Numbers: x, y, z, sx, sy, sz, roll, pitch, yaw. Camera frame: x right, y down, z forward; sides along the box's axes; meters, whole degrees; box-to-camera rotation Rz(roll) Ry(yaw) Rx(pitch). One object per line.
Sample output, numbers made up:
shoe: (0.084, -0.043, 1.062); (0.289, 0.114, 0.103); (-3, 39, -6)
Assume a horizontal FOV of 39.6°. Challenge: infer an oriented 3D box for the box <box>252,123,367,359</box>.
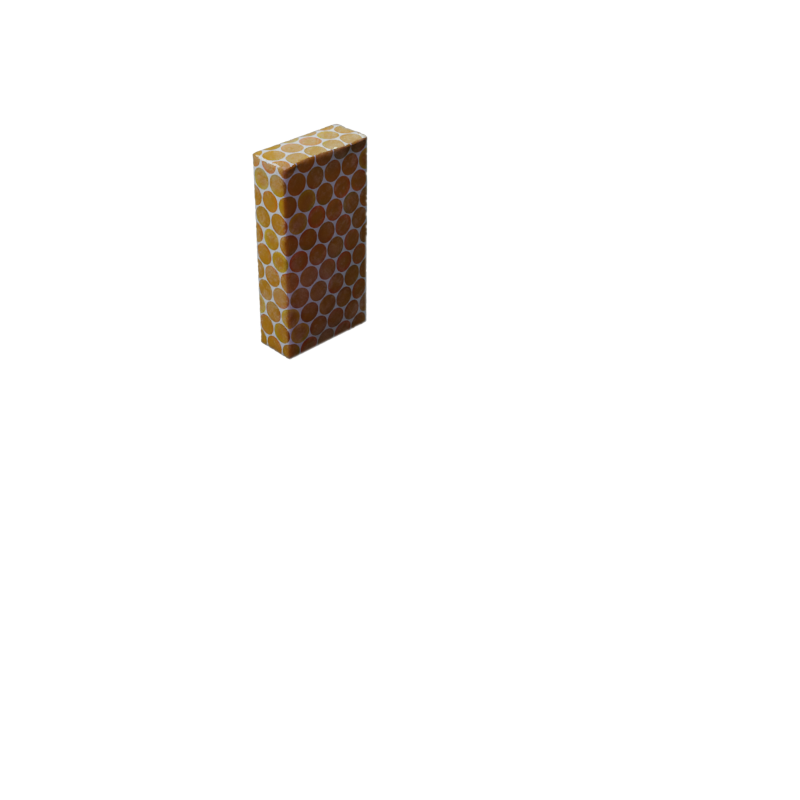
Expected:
box: (-0.072, -0.131, 0.917); (0.051, 0.165, 0.093); (29, 42, 36)
